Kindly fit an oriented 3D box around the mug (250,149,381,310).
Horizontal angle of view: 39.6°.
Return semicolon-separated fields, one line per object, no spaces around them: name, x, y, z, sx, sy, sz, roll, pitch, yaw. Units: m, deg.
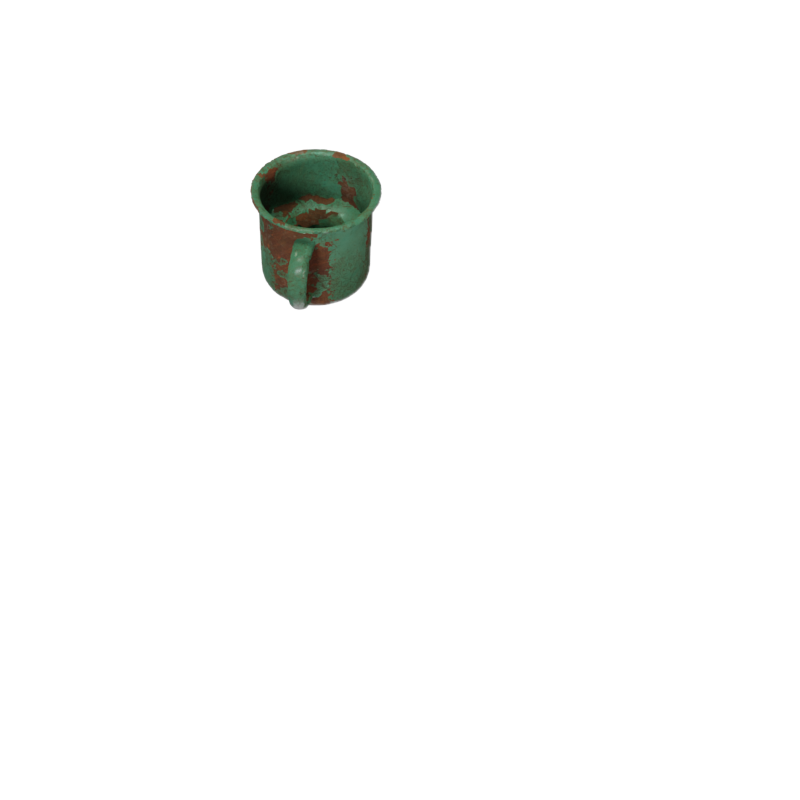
mug;-0.063;-0.115;0.803;0.094;0.125;0.076;5;-44;3
